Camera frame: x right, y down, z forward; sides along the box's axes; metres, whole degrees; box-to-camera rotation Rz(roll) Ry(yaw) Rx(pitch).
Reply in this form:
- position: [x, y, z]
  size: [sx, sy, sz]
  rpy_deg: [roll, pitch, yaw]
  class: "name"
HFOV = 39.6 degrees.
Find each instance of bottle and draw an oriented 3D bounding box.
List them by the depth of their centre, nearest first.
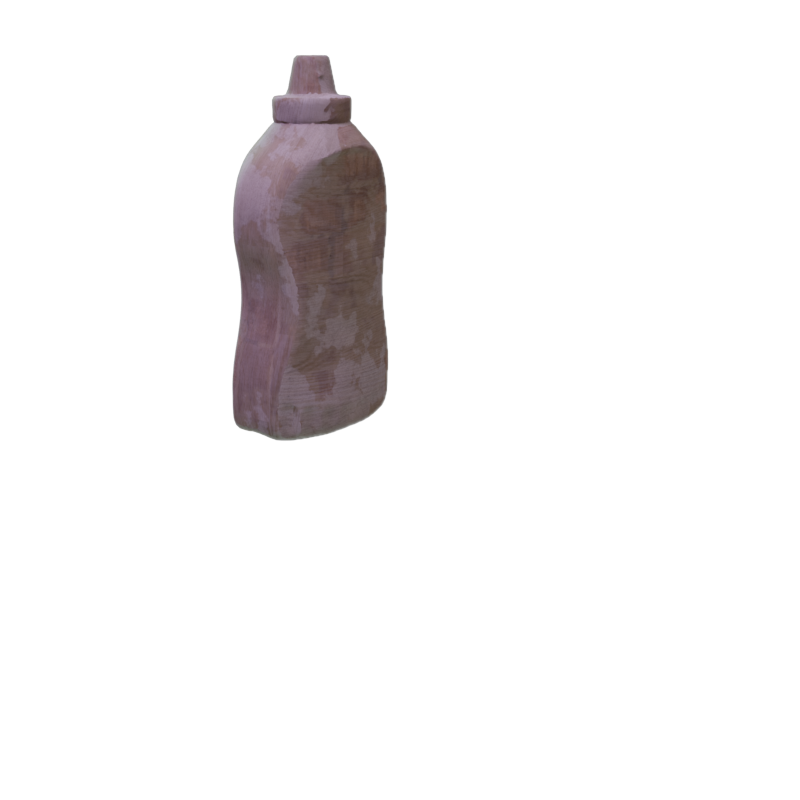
- position: [-0.046, -0.083, 0.578]
  size: [0.061, 0.187, 0.094]
  rpy_deg: [10, 15, 39]
  class: "bottle"
